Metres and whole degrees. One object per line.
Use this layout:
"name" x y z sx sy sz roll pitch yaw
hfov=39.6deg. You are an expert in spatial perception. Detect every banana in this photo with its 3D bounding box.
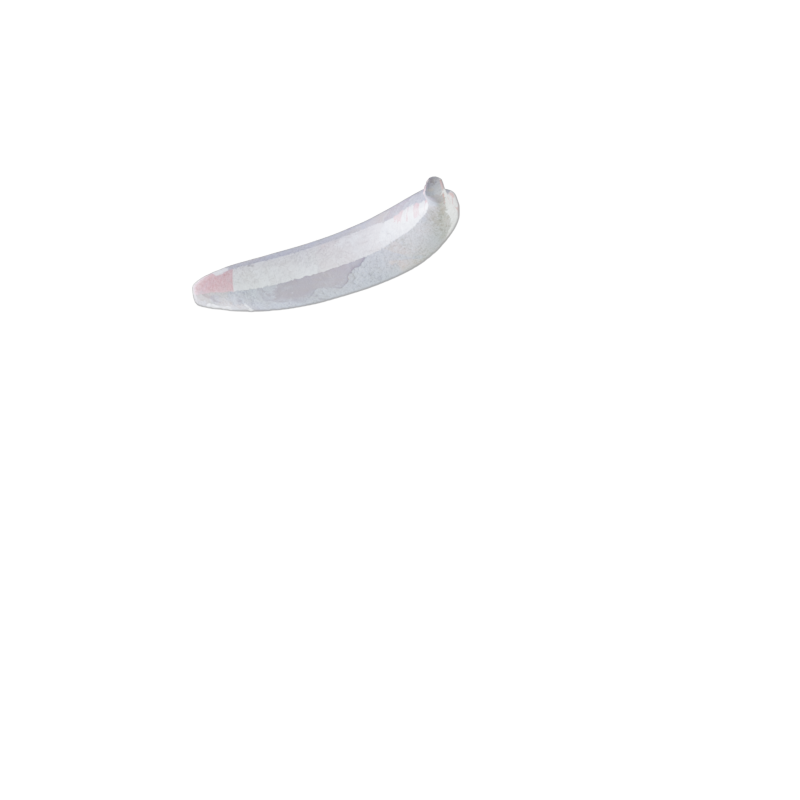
"banana" -0.036 -0.088 0.654 0.199 0.039 0.065 -19 -31 36
